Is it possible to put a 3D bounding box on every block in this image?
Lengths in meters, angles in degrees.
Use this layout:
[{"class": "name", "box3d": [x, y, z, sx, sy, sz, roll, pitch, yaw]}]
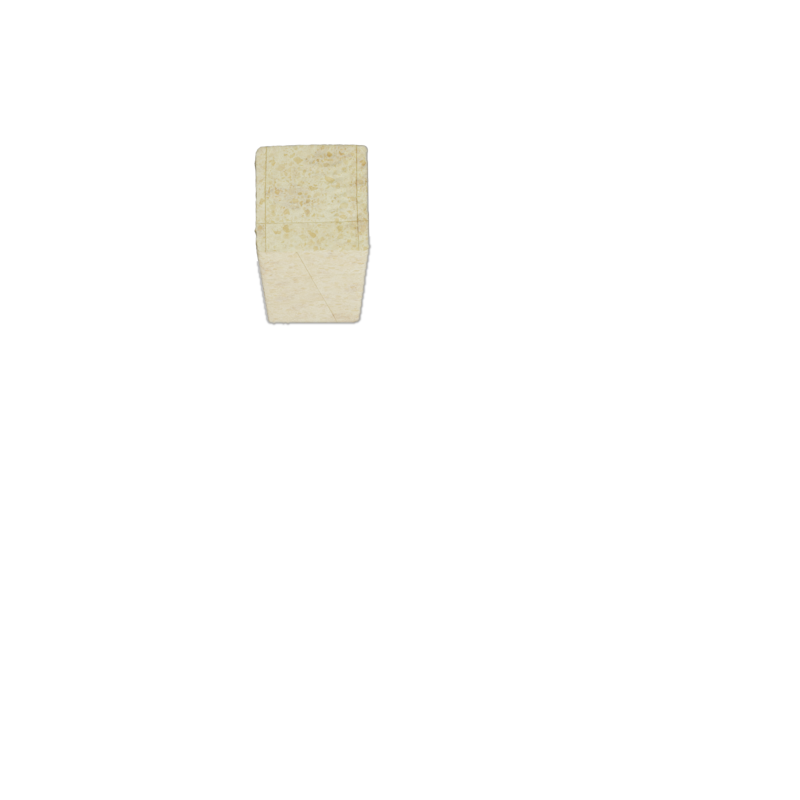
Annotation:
[{"class": "block", "box3d": [-0.075, -0.136, 0.953, 0.090, 0.094, 0.199, -1, -13, -4]}]
